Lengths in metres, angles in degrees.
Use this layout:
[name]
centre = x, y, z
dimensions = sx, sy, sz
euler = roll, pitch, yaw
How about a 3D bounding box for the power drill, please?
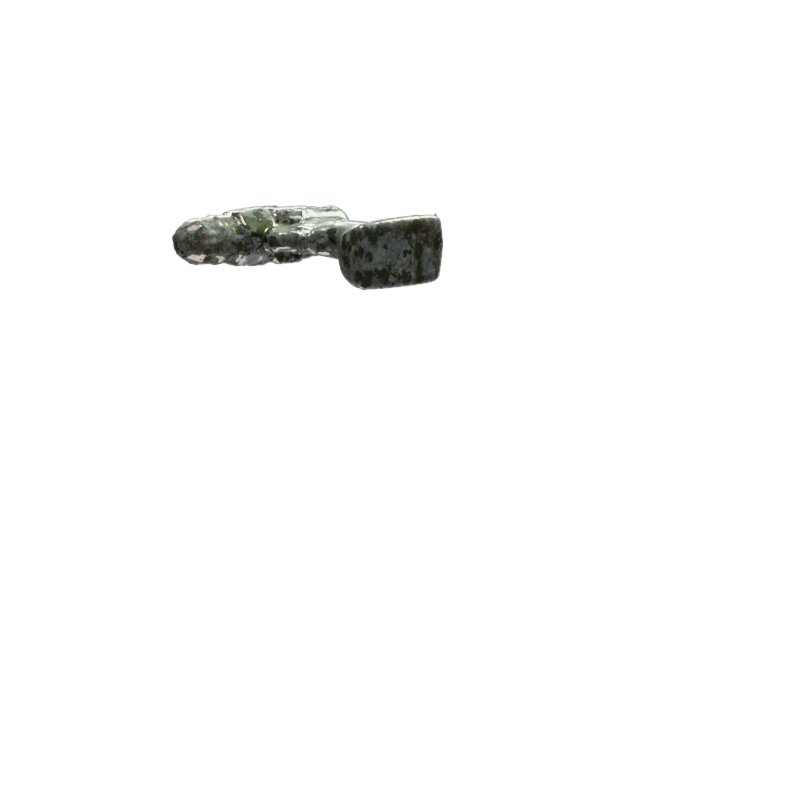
[power drill]
centre = -0.073, -0.133, 0.934
dimensions = 0.180, 0.056, 0.198
euler = -14, 22, -41
